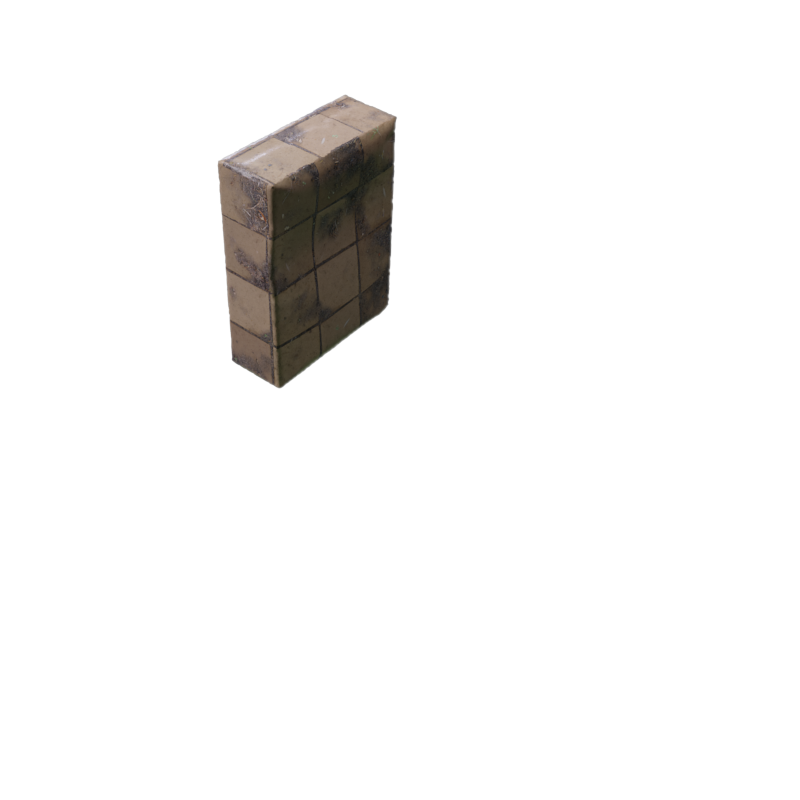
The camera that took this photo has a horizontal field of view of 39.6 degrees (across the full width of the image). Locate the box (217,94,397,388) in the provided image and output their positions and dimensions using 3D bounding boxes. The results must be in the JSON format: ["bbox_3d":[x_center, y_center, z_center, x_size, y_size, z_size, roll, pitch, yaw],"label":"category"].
[{"bbox_3d":[-0.078,-0.142,0.992,0.076,0.200,0.166,27,44,28],"label":"box"}]
